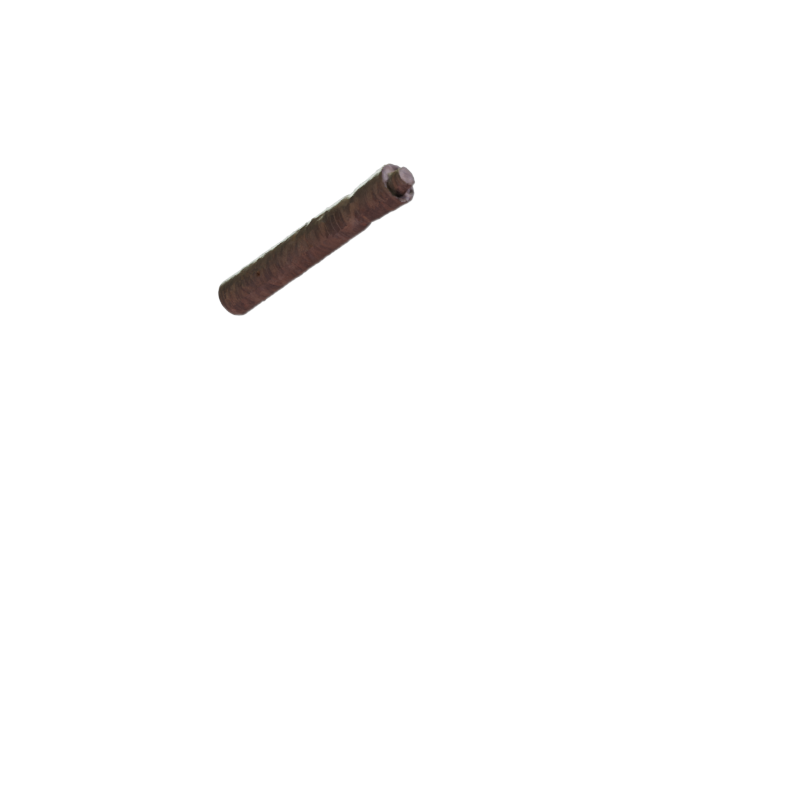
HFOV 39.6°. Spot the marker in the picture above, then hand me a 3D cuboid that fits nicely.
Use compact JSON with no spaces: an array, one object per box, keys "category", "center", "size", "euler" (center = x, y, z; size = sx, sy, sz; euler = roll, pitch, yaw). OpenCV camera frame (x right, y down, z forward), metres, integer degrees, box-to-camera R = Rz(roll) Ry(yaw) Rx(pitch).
[{"category":"marker","center":[-0.038,-0.070,0.491],"size":[0.120,0.021,0.019],"euler":[-28,-16,39]}]
